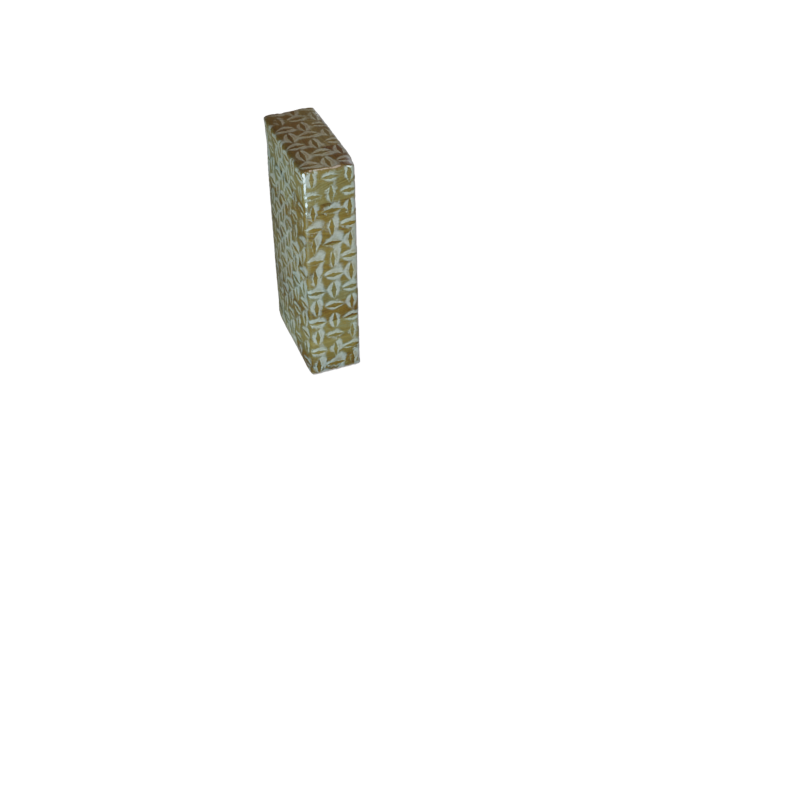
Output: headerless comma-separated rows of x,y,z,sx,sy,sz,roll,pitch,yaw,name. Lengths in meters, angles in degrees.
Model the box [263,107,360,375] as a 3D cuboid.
-0.064,-0.117,0.821,0.047,0.165,0.101,-11,39,-18,box
